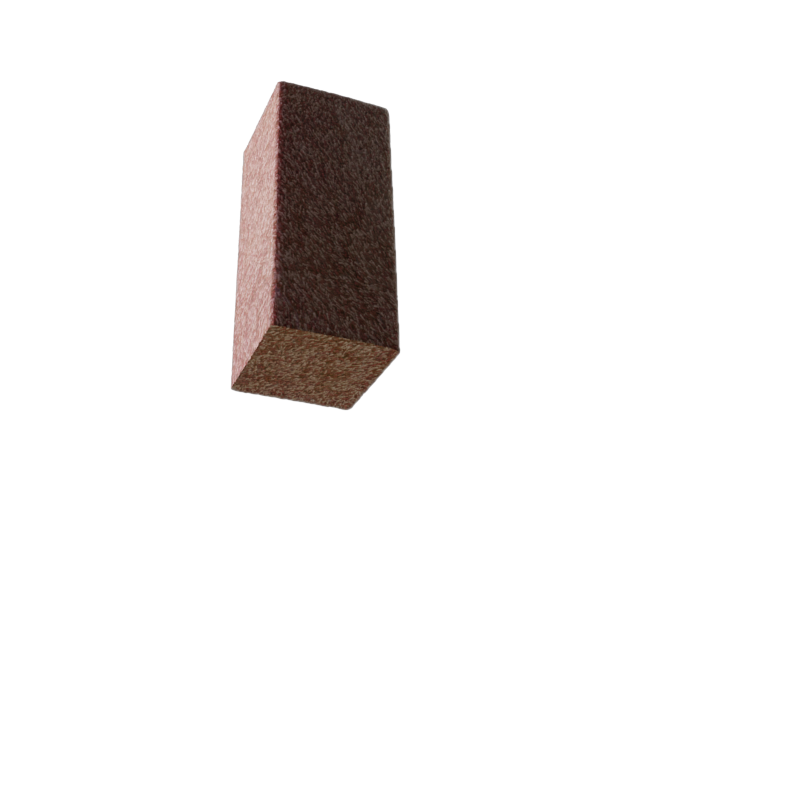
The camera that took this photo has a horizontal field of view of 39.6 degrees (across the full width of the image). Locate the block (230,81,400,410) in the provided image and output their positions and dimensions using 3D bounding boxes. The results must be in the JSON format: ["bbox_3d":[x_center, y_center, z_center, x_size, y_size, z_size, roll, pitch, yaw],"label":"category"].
[{"bbox_3d":[-0.060,-0.111,0.780,0.087,0.220,0.088,11,-35,-20],"label":"block"}]
